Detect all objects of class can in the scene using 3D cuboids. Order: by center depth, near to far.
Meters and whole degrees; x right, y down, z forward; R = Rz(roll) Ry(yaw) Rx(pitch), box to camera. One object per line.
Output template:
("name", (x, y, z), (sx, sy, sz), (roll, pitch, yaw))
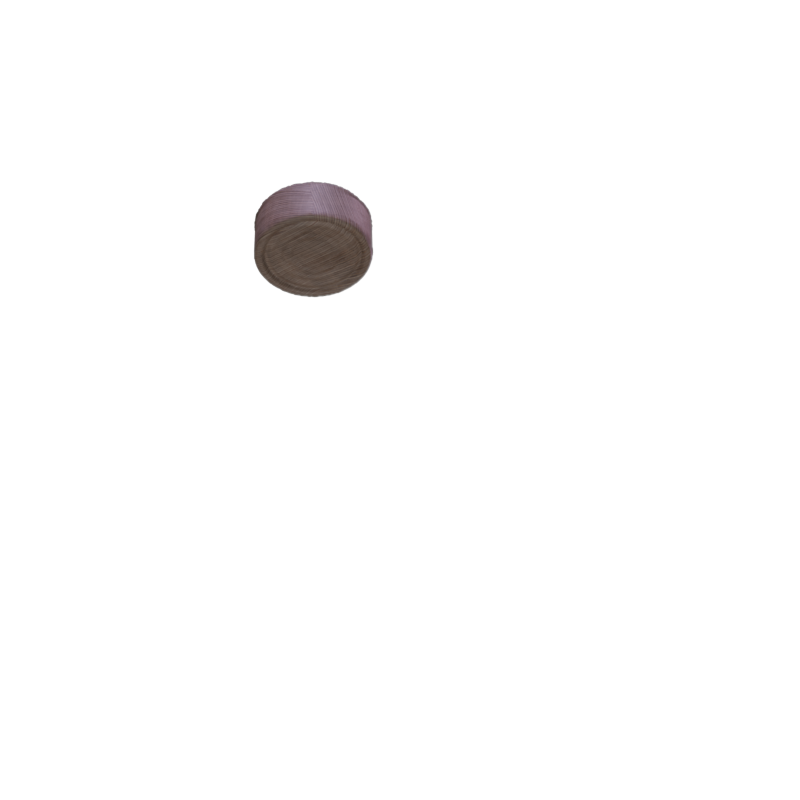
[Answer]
("can", (-0.062, -0.113, 0.792), (0.086, 0.036, 0.080), (1, -41, -1))
